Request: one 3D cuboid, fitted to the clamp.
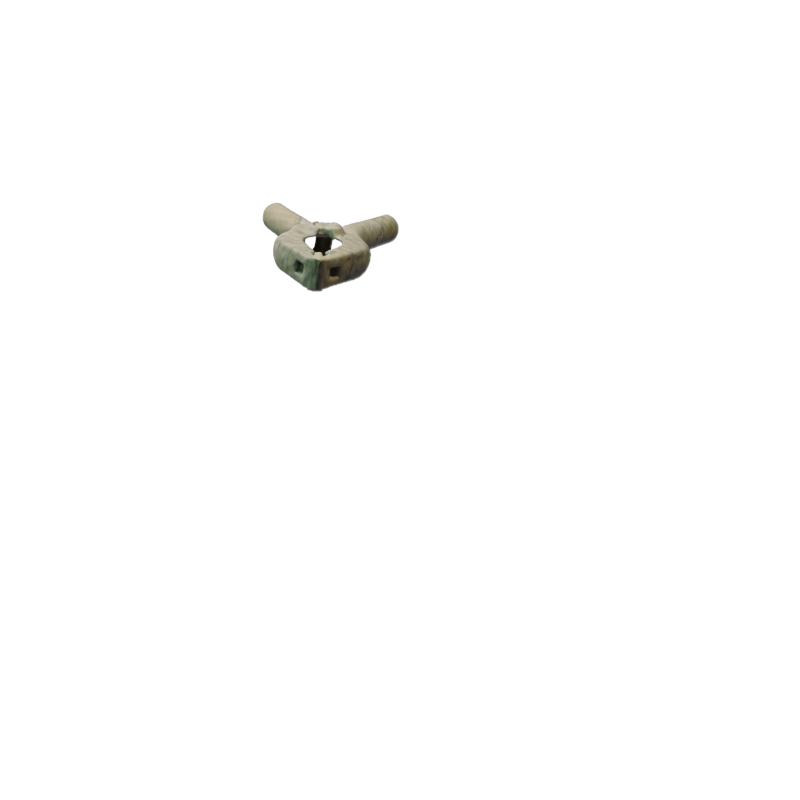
[{"bbox_3d":[-0.073,-0.132,0.927,0.122,0.038,0.175,4,20,10],"label":"clamp"}]
